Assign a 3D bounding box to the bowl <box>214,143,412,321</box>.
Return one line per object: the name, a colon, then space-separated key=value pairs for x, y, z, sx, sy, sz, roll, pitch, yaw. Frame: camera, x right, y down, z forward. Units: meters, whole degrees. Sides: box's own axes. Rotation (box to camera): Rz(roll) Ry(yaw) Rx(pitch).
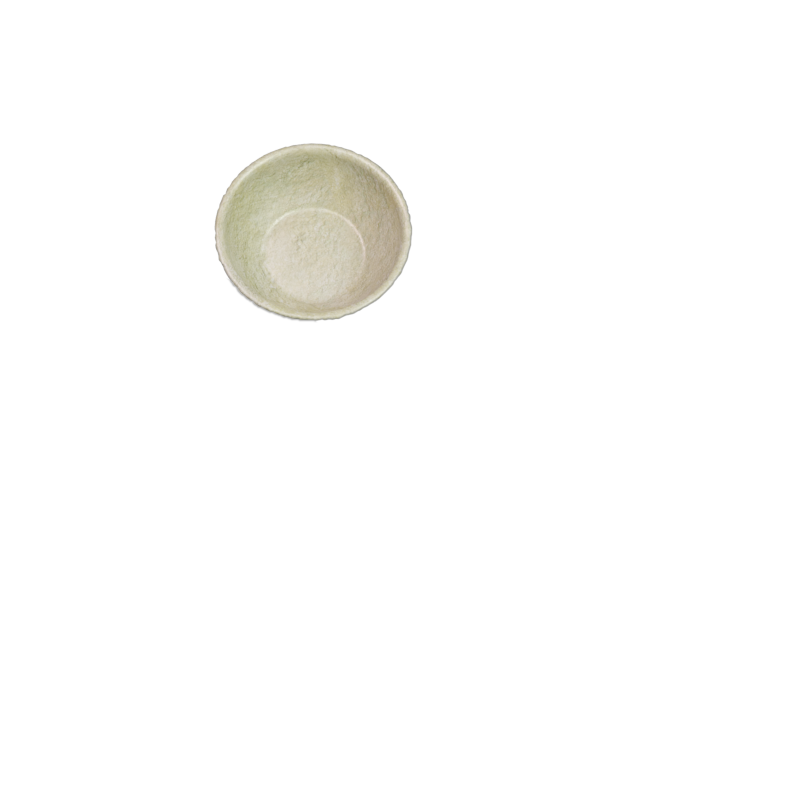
bowl: x=-0.073 y=-0.133 z=0.929 sx=0.162 sy=0.171 sz=0.052 roll=-1 pitch=-23 yaw=-1
